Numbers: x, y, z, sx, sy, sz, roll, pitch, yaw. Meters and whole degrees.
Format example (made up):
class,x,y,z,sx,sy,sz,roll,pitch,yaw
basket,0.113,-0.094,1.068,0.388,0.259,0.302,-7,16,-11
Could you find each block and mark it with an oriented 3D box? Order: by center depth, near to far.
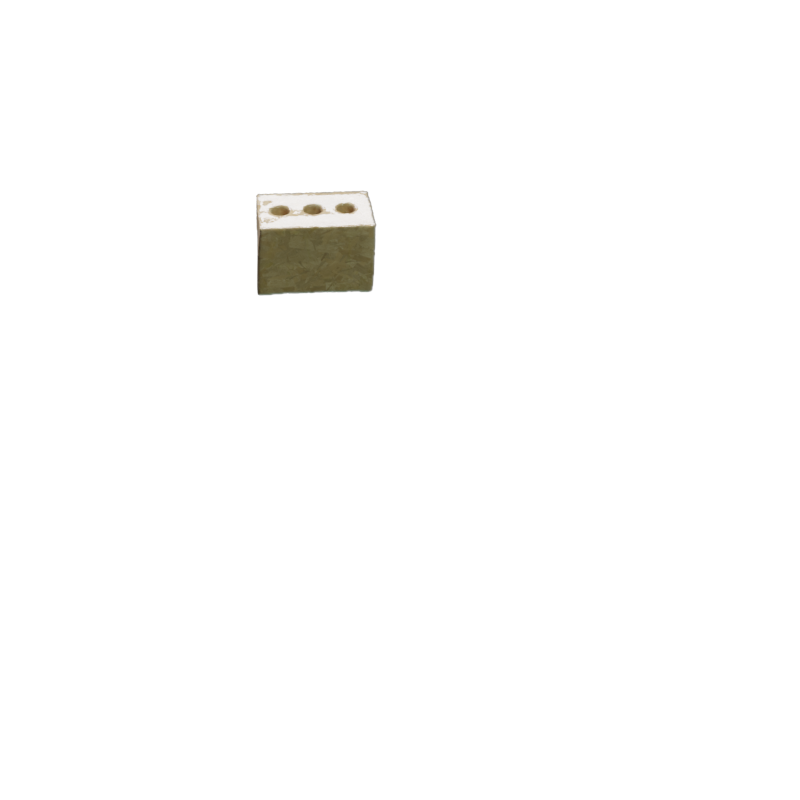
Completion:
class,x,y,z,sx,sy,sz,roll,pitch,yaw
block,-0.058,-0.106,0.743,0.077,0.048,0.056,-3,35,-5
